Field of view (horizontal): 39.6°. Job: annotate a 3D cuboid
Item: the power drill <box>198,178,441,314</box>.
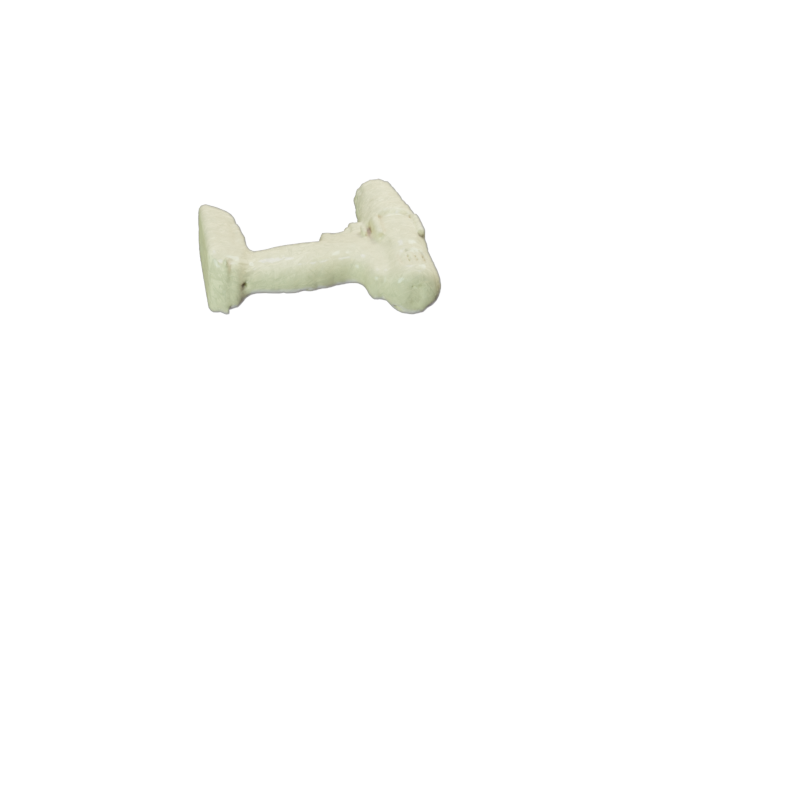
[{"bbox_3d":[-0.072,-0.132,0.922,0.186,0.054,0.198,-6,34,-9],"label":"power drill"}]
